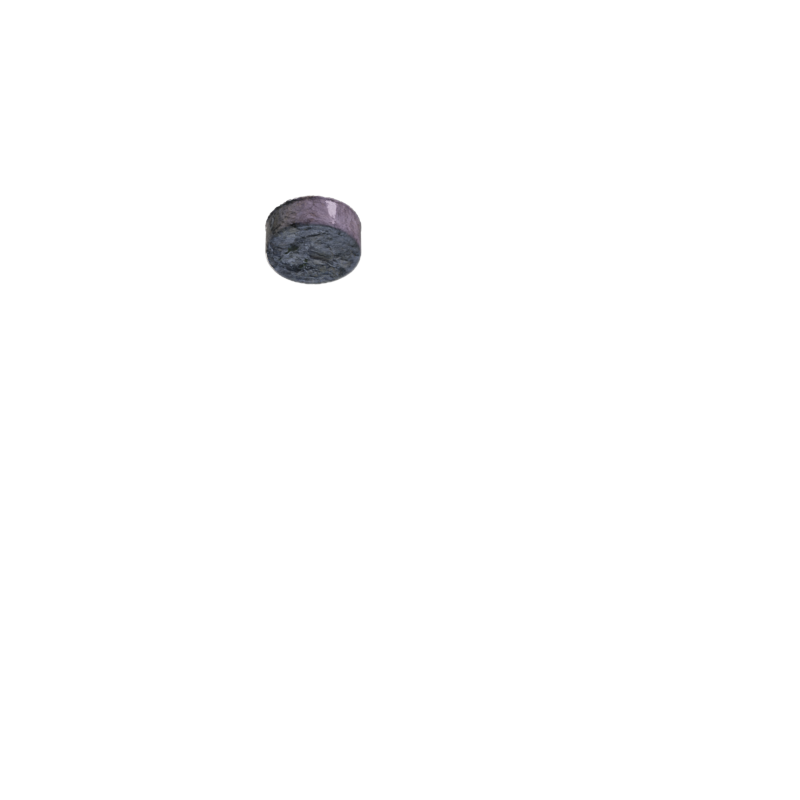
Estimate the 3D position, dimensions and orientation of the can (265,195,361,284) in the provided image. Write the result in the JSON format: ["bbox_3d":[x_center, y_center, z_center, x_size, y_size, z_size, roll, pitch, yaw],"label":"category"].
[{"bbox_3d":[-0.076,-0.139,0.976,0.086,0.036,0.080,1,-35,-2],"label":"can"}]
